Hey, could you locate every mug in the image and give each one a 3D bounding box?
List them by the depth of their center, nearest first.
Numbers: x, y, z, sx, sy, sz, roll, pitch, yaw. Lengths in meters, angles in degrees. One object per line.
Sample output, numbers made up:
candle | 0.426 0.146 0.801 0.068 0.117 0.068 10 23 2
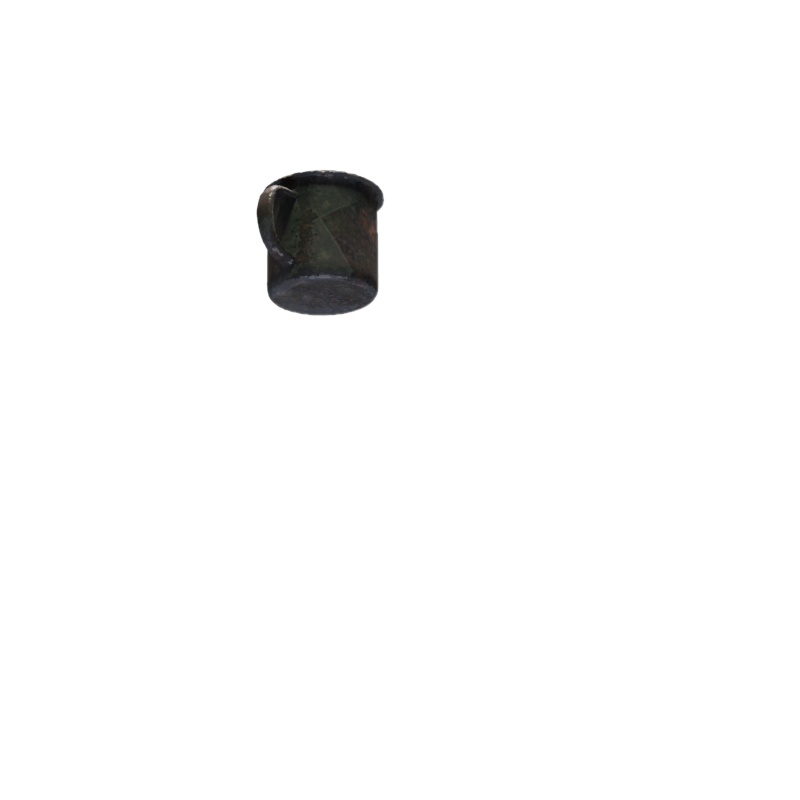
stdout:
mug | -0.063 -0.116 0.811 0.095 0.086 0.109 -13 -23 30
